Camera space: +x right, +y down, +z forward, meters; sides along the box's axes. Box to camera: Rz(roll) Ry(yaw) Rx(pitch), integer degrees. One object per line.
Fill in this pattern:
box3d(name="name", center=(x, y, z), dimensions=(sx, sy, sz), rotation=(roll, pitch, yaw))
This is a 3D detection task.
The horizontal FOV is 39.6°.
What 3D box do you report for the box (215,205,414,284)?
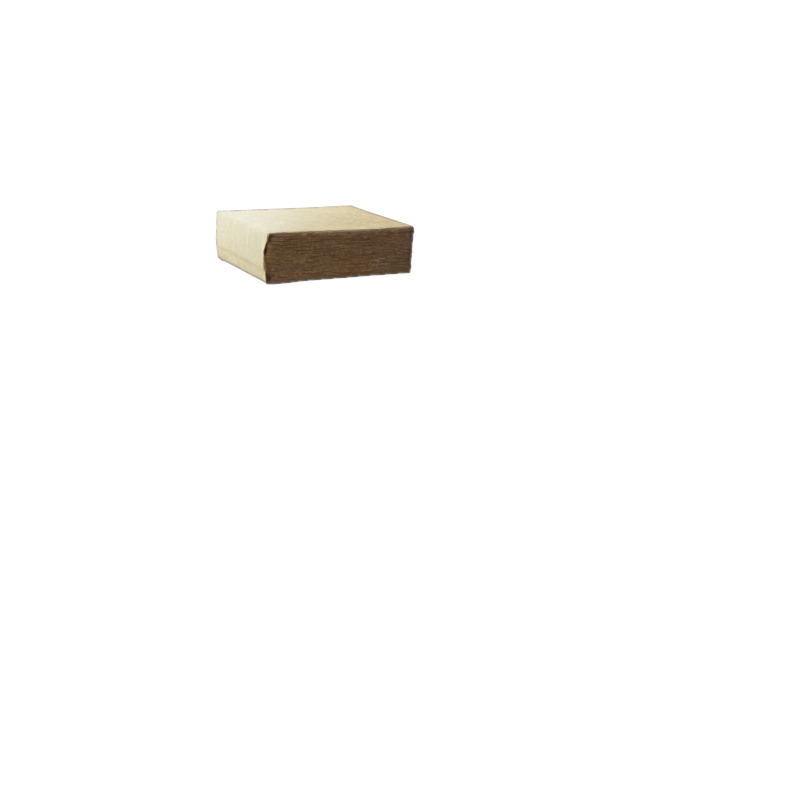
box3d(name="box", center=(-0.060, -0.110, 0.771), dimensions=(0.111, 0.038, 0.095), rotation=(-9, 20, -27))
